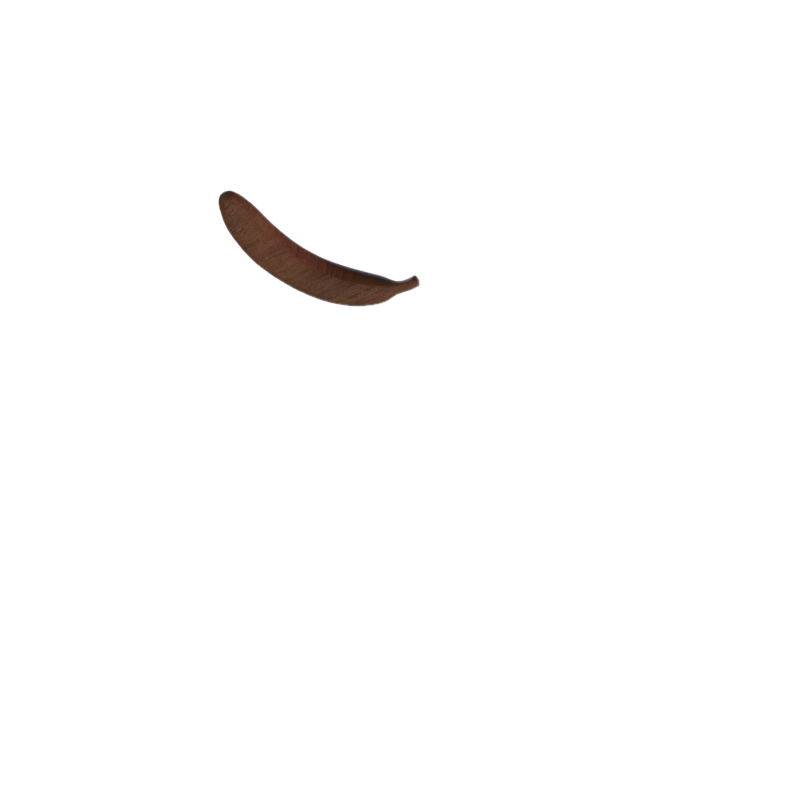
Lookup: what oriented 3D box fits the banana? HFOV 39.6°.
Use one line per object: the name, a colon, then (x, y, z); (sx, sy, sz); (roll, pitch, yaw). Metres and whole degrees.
banana: (-0.083, -0.128, 0.999); (0.191, 0.067, 0.039); (22, 35, -16)
